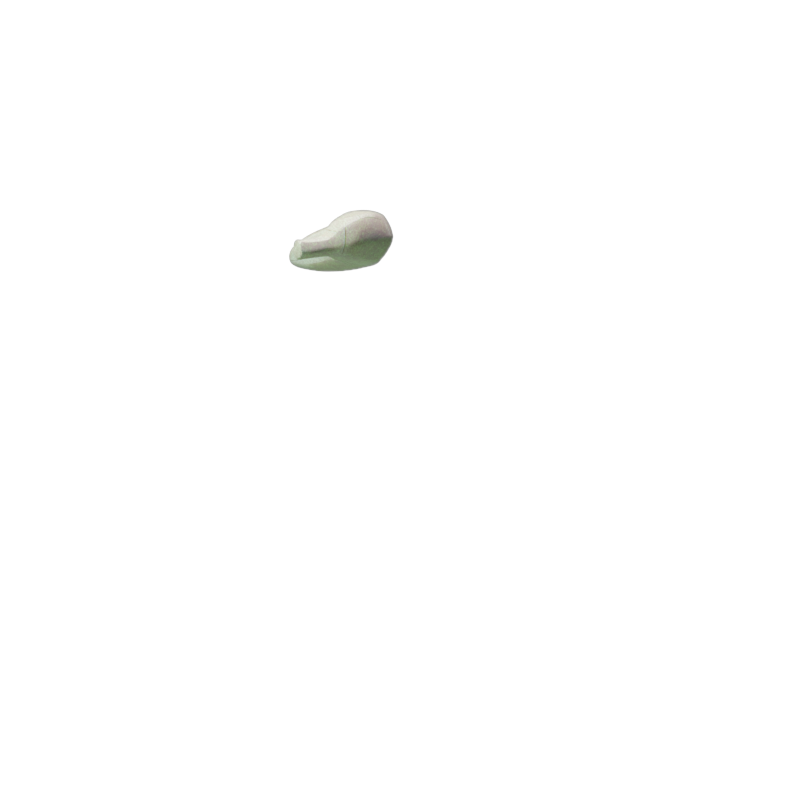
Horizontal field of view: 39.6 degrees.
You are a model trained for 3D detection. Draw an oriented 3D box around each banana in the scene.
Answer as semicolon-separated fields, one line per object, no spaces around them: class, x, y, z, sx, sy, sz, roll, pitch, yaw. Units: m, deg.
banana;-0.042;-0.111;0.776;0.069;0.037;0.199;0;4;-6
